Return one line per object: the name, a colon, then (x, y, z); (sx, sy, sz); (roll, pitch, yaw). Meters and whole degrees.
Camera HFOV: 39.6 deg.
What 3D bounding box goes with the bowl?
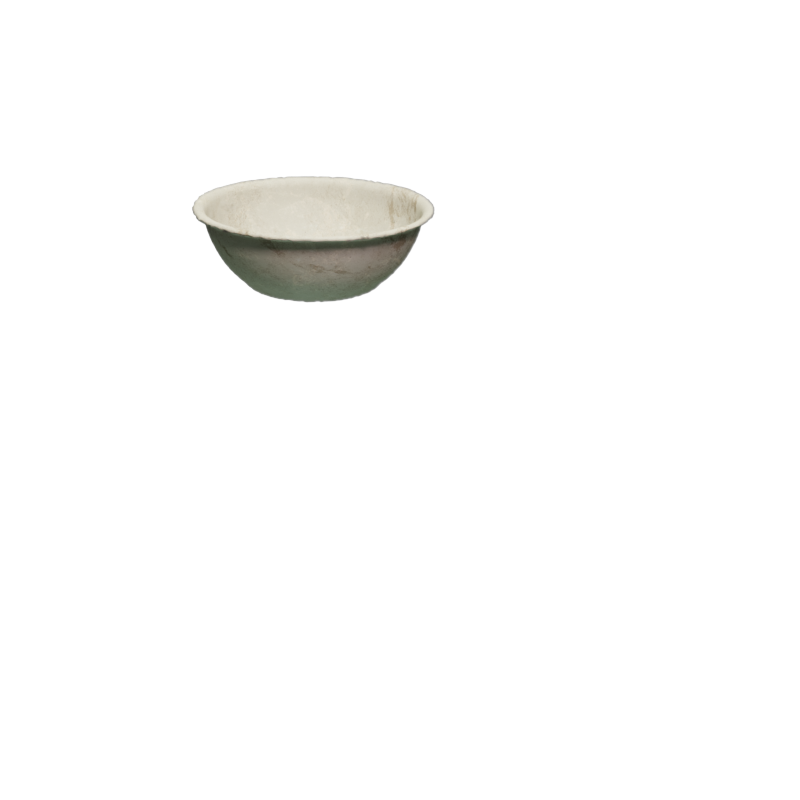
bowl: (-0.058, -0.107, 0.747); (0.162, 0.053, 0.170); (-1, 23, -2)
